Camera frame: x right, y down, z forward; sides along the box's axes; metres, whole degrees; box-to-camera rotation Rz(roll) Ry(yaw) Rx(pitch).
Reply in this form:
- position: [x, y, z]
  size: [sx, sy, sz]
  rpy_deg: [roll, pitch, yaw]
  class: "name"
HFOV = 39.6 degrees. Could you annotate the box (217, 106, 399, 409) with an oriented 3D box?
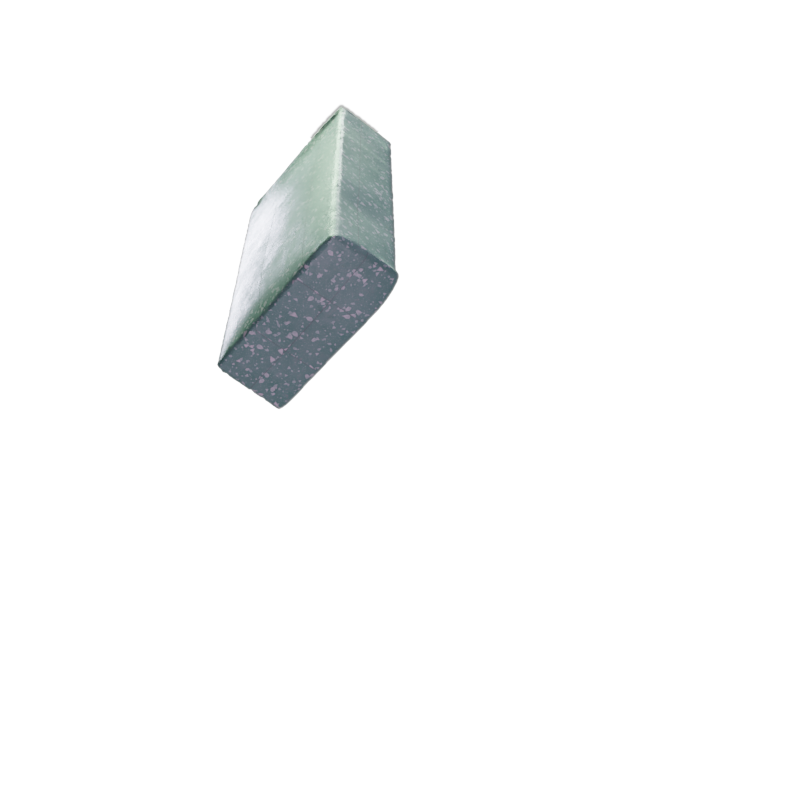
- position: [-0.046, -0.084, 0.589]
  size: [0.046, 0.092, 0.188]
  rpy_deg: [35, 24, -23]
  class: "box"
